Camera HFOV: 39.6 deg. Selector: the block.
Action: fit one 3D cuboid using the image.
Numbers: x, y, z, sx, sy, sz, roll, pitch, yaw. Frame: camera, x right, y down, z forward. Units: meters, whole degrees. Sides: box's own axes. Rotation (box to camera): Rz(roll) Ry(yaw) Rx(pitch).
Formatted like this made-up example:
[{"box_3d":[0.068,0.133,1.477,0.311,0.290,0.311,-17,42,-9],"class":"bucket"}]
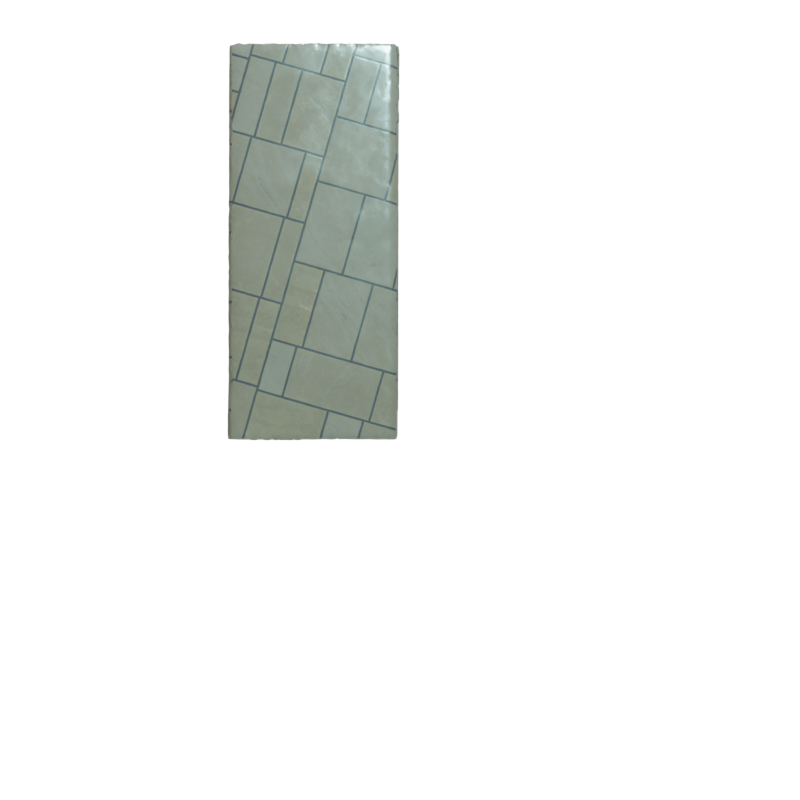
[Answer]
[{"box_3d":[-0.048,-0.088,0.617,0.090,0.206,0.091,0,1,-2],"class":"block"}]
